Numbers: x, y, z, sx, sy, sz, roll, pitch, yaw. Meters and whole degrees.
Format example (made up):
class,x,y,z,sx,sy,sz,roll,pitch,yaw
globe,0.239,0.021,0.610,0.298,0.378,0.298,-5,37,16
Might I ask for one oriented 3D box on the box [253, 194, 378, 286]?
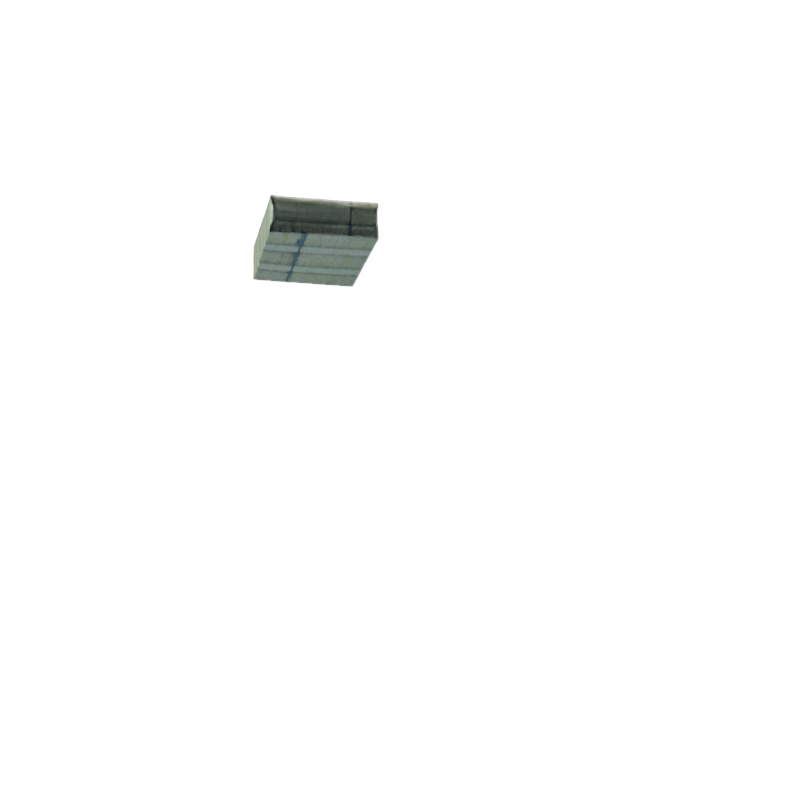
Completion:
class,x,y,z,sx,sy,sz,roll,pitch,yaw
box,-0.059,-0.108,0.755,0.072,0.032,0.086,3,-18,-11
